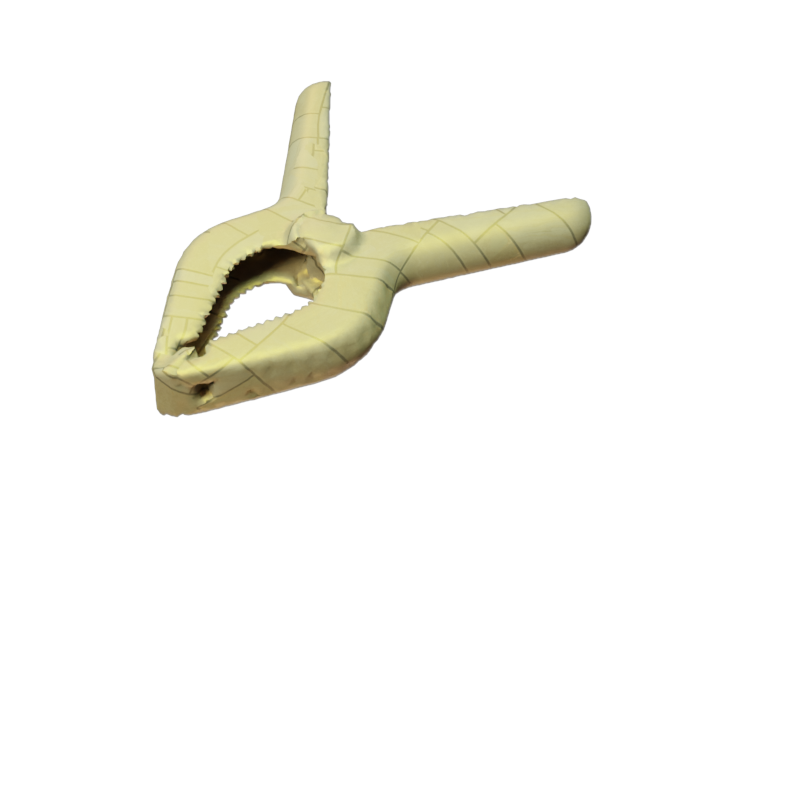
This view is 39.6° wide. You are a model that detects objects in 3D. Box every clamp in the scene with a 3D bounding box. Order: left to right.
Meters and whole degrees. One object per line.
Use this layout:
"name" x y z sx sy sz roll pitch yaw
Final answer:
"clamp" -0.039 -0.071 0.497 0.175 0.034 0.212 34 55 28
